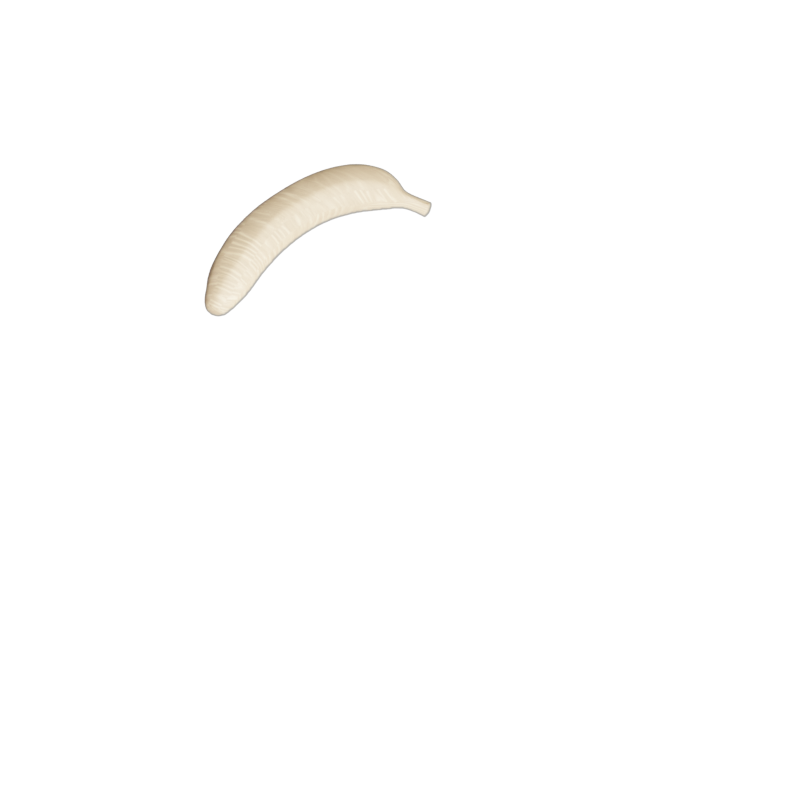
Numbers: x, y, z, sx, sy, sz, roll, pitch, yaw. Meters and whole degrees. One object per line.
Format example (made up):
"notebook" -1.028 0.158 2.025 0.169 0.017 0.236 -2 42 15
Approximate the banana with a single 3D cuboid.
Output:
"banana" -0.072 -0.130 0.821 0.198 0.034 0.075 -30 57 -23
